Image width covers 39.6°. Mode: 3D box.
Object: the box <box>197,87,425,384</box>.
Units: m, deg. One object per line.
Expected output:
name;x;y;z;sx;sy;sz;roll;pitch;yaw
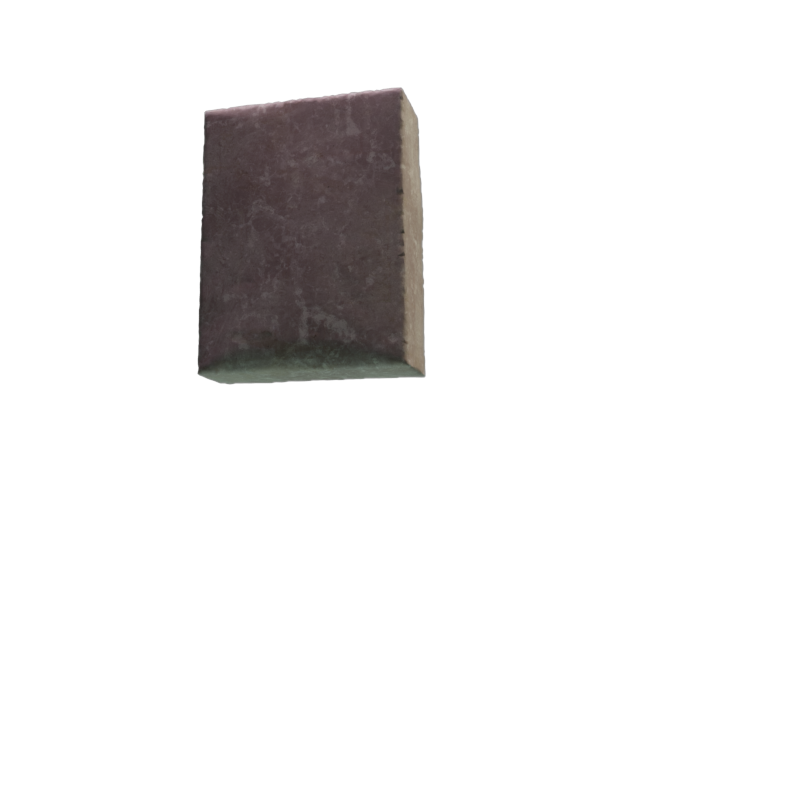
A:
box;-0.067;-0.122;0.858;0.167;0.221;0.068;-4;-15;15
